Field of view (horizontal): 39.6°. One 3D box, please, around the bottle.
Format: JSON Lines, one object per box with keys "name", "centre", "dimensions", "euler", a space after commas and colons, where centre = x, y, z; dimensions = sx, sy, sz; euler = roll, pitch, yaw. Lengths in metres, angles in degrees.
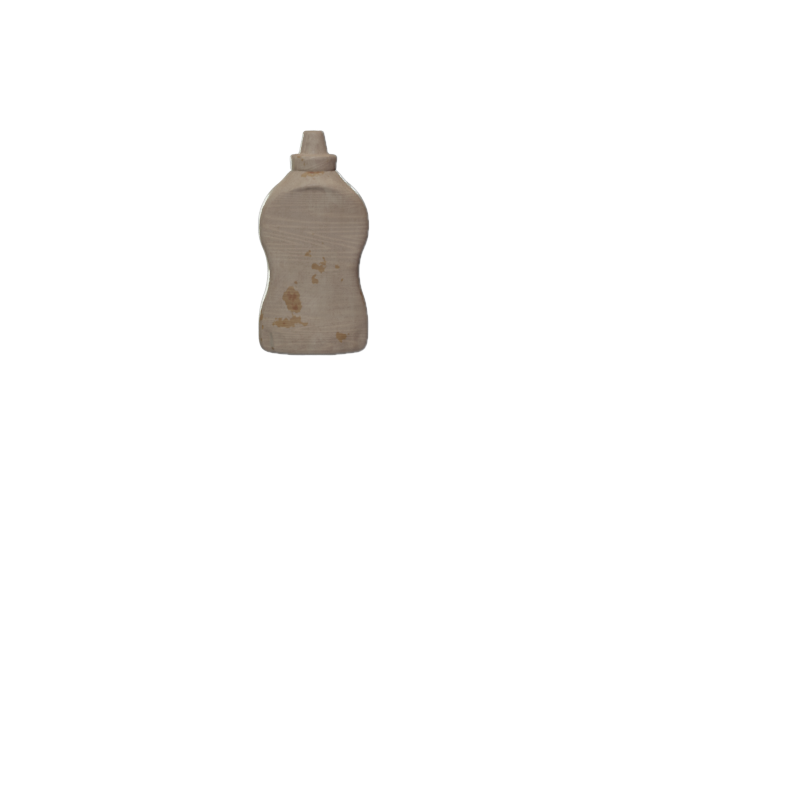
{"name": "bottle", "centre": [-0.075, -0.138, 0.963], "dimensions": [0.096, 0.188, 0.060], "euler": [0, 9, 0]}
